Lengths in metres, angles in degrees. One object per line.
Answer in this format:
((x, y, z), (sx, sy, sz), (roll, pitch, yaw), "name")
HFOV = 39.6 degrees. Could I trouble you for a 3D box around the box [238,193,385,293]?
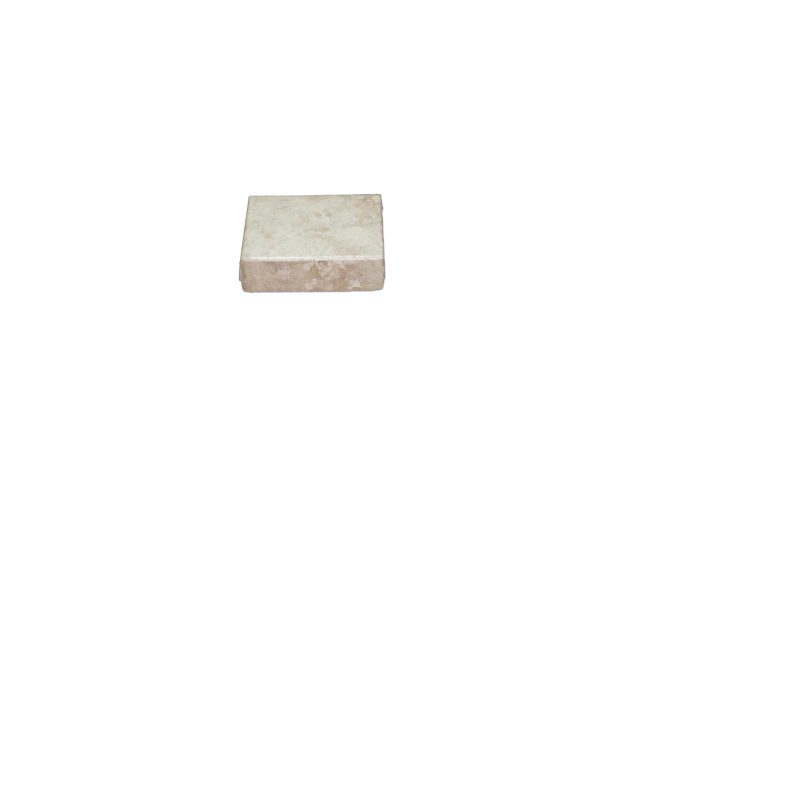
((-0.069, -0.126, 0.883), (0.113, 0.036, 0.096), (0, 41, 0), "box")
